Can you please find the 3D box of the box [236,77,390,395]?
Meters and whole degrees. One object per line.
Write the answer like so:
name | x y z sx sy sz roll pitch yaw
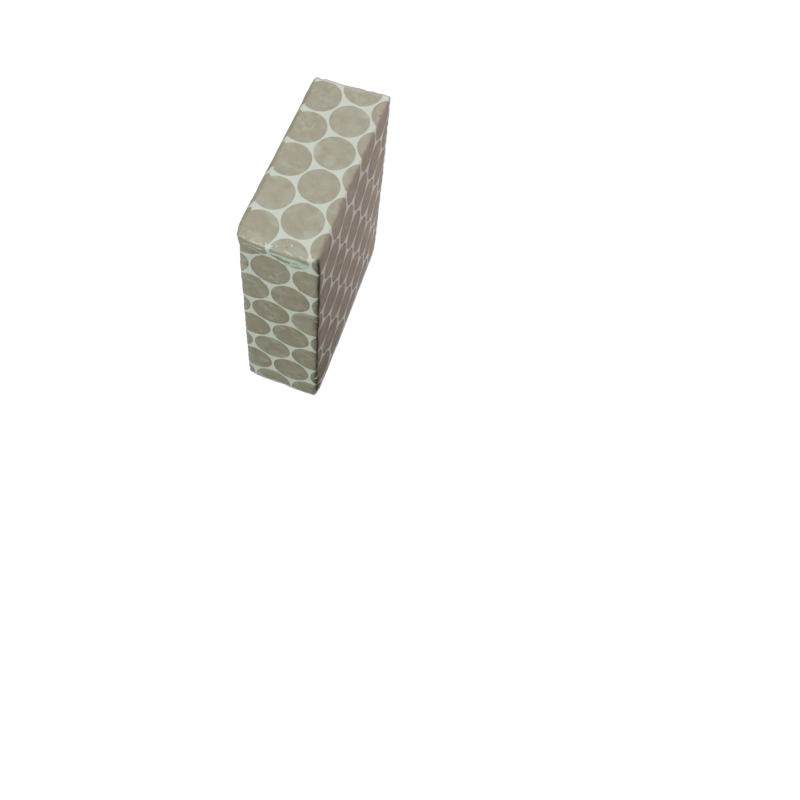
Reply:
box | -0.070 -0.128 0.898 0.073 0.172 0.201 17 -29 5
